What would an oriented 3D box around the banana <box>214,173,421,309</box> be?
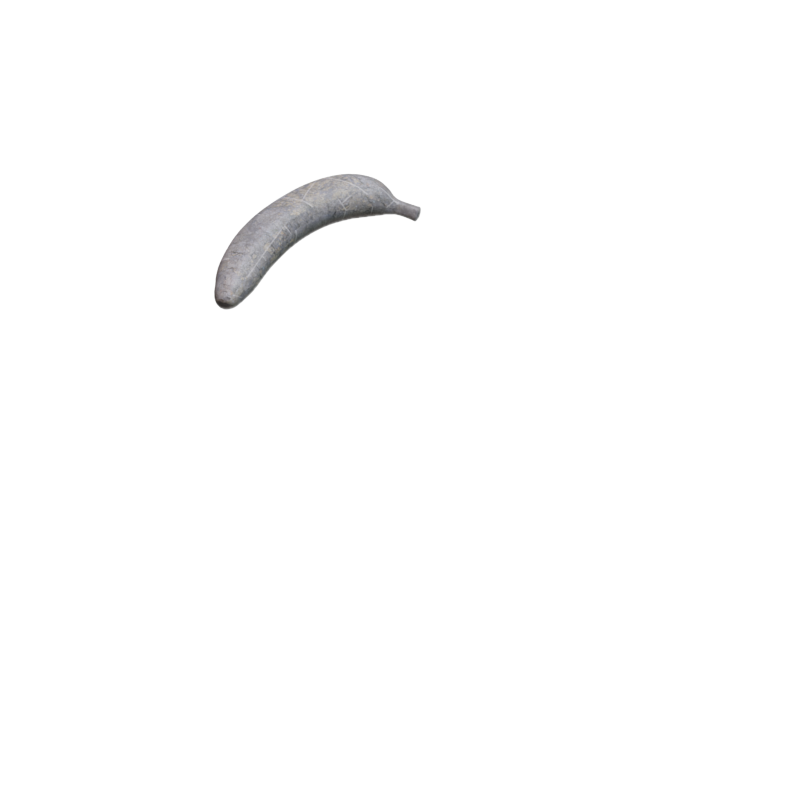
[{"bbox_3d":[-0.077,-0.136,0.874,0.198,0.034,0.075,-31,52,-28],"label":"banana"}]
